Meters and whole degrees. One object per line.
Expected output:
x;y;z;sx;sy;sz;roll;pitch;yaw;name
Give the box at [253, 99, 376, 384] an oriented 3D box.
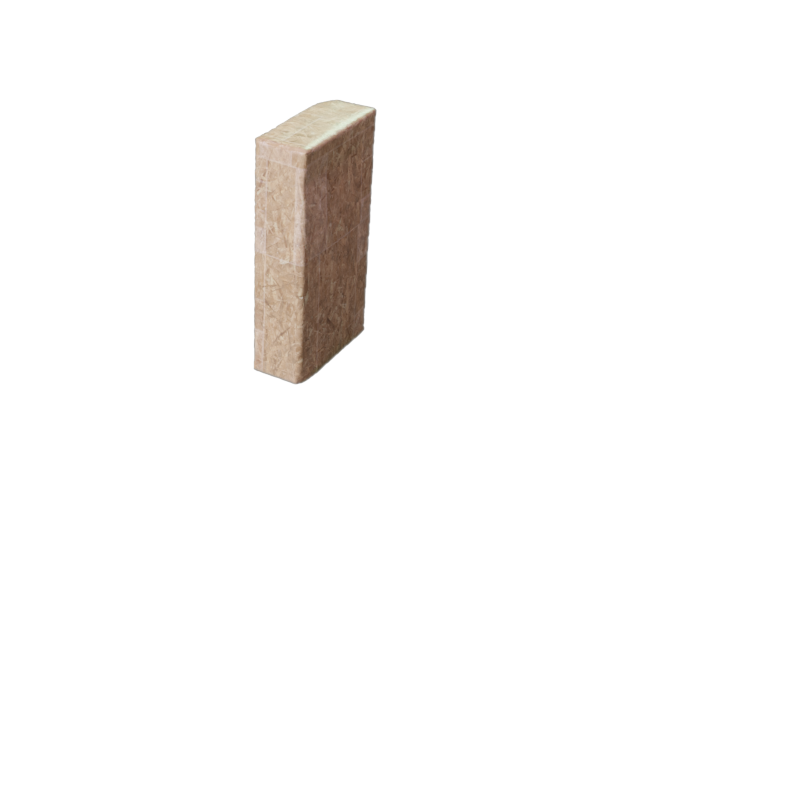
-0.059;-0.108;0.755;0.050;0.166;0.095;16;32;24;box
